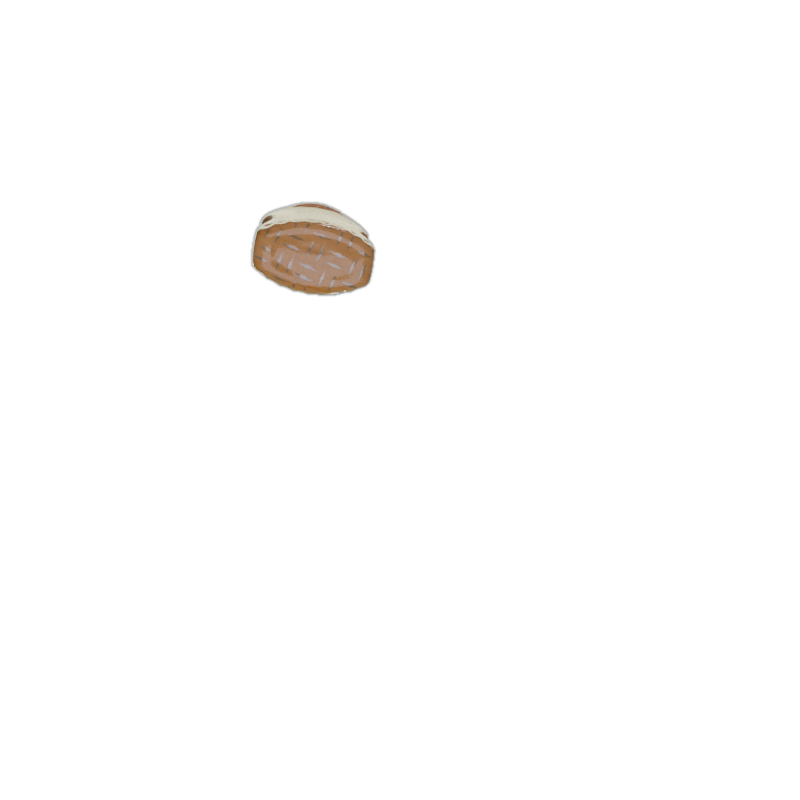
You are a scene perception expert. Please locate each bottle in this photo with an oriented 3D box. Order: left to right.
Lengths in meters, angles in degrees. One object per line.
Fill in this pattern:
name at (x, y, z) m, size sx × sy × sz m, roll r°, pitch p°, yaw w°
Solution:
bottle at (-0.075, -0.136, 0.957) m, size 0.095 × 0.057 × 0.198 m, roll 6°, pitch 15°, yaw -5°
